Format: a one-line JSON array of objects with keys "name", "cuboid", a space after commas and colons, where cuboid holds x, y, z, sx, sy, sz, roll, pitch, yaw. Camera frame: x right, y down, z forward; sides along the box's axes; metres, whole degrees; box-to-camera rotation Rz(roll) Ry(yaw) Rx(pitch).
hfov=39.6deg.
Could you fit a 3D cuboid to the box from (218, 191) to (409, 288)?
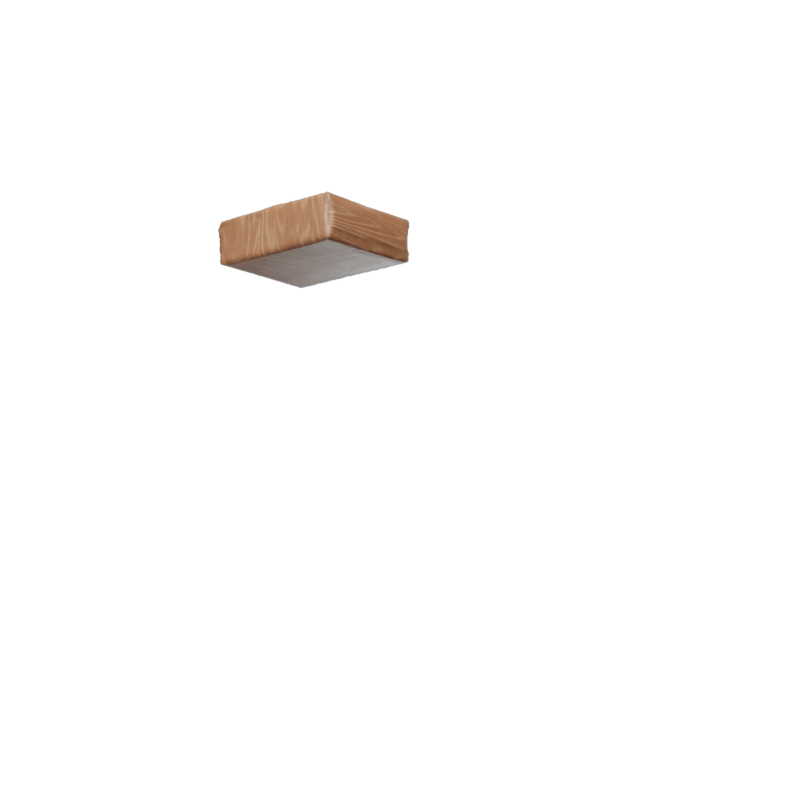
[{"name": "box", "cuboid": [-0.051, -0.093, 0.653, 0.091, 0.031, 0.069, -8, -12, 39]}]
